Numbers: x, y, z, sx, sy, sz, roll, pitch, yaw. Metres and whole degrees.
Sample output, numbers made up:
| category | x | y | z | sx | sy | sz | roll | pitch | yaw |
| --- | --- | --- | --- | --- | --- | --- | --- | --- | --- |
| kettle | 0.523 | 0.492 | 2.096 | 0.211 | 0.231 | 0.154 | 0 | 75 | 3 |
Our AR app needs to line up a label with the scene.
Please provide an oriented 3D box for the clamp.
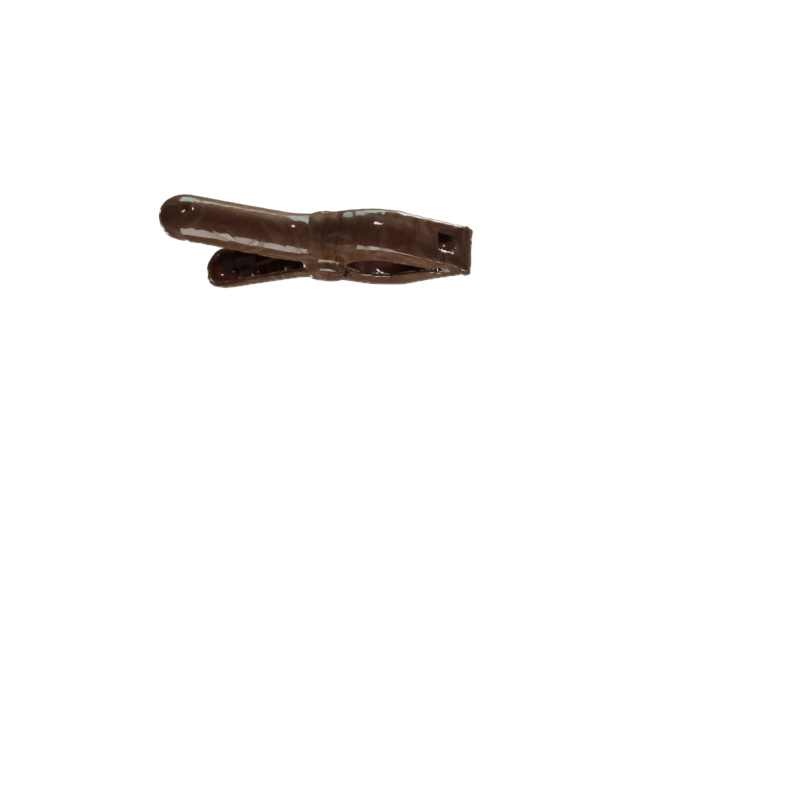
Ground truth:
| category | x | y | z | sx | sy | sz | roll | pitch | yaw |
| --- | --- | --- | --- | --- | --- | --- | --- | --- | --- |
| clamp | -0.049 | -0.089 | 0.623 | 0.175 | 0.040 | 0.115 | -1 | -5 | 16 |
